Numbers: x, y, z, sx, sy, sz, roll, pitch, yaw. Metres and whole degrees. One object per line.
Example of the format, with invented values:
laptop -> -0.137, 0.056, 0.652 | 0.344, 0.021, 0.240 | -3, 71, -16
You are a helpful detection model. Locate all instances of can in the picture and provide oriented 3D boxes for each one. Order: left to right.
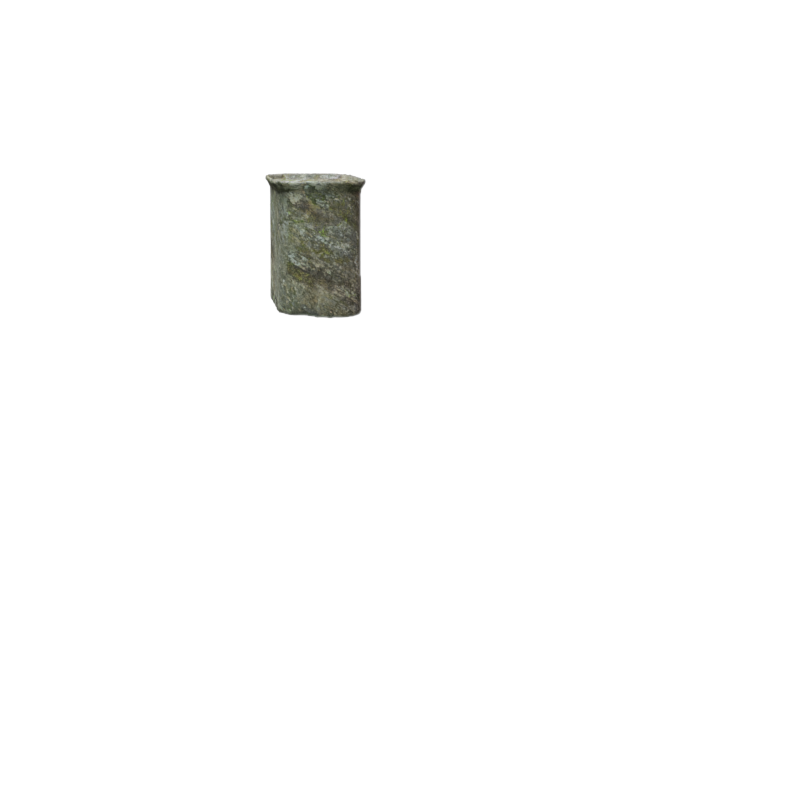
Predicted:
can -> -0.056, -0.101, 0.711 | 0.057, 0.082, 0.105 | -1, 11, -9
